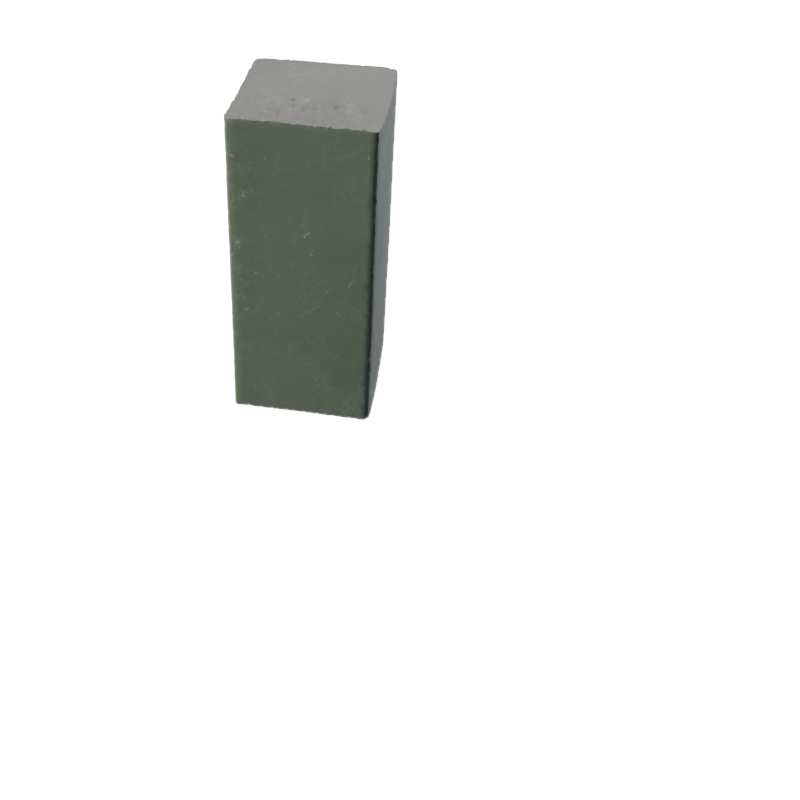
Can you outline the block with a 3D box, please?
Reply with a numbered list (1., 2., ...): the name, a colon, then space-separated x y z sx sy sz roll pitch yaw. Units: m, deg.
1. block: -0.054 -0.100 0.698 0.092 0.193 0.095 6 35 5
